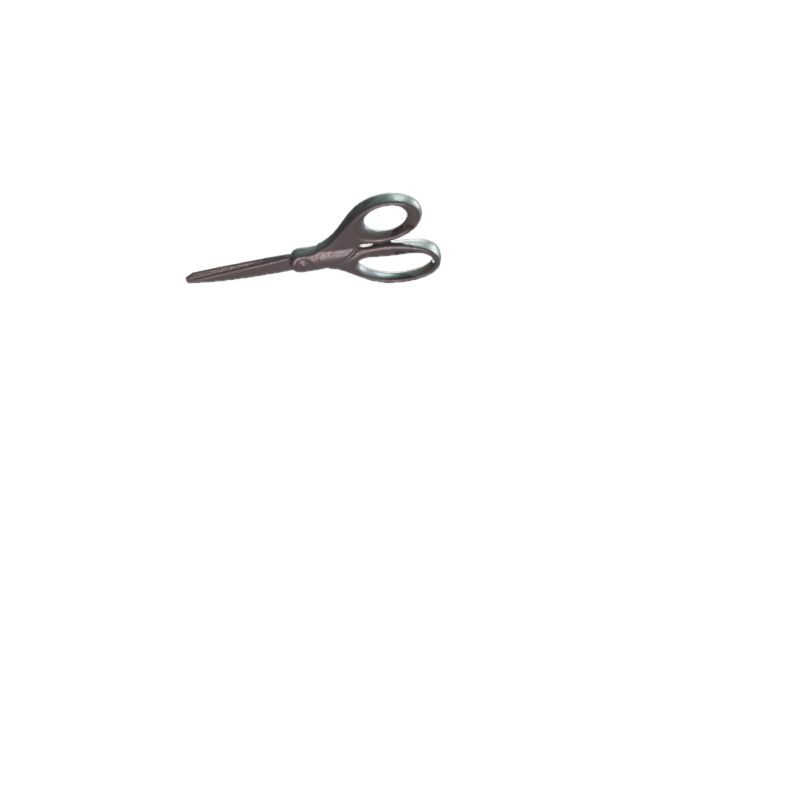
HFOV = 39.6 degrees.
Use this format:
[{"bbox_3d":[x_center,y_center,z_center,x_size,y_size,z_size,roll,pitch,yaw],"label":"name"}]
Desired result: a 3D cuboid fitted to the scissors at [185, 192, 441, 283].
[{"bbox_3d":[-0.067,-0.123,0.860,0.201,0.017,0.090,2,-44,-2],"label":"scissors"}]
